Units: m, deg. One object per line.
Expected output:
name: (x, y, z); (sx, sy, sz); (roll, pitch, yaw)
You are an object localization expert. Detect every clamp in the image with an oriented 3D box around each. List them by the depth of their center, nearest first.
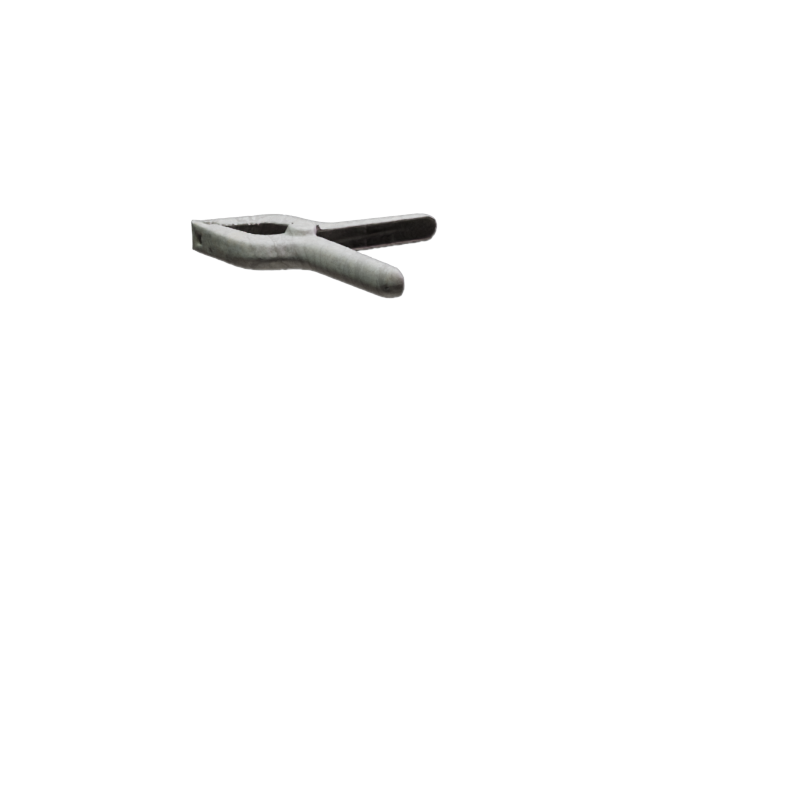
clamp: (-0.074, -0.135, 0.946); (0.217, 0.035, 0.167); (9, 26, 19)
